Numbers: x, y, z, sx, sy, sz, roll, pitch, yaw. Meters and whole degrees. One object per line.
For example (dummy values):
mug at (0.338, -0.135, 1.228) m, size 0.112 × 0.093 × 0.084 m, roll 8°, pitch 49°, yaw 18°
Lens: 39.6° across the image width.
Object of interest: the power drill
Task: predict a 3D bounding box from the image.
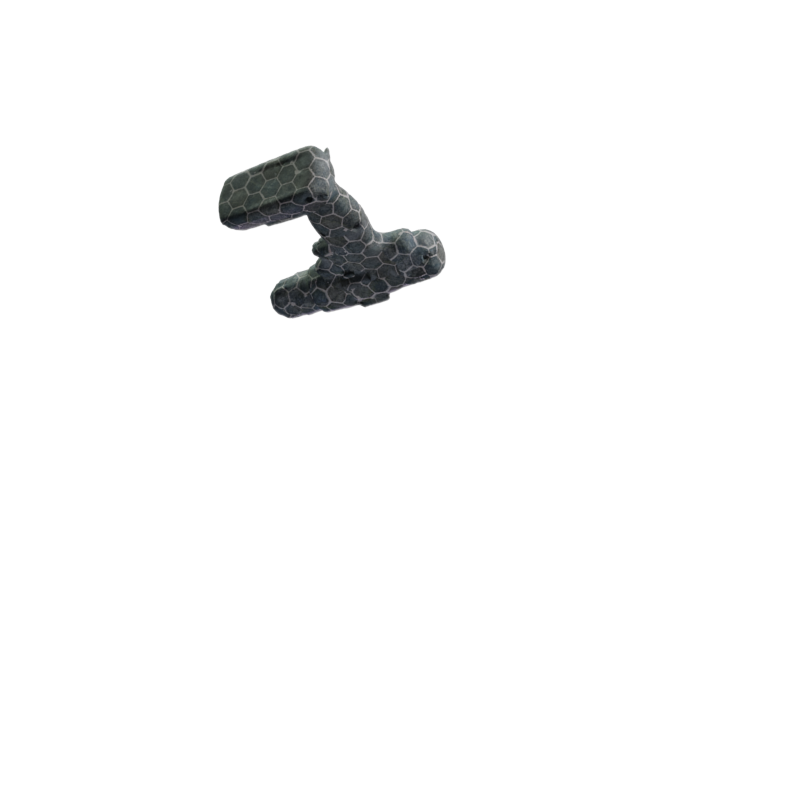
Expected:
power drill at (-0.078, -0.142, 0.995) m, size 0.186 × 0.061 × 0.174 m, roll -17°, pitch -33°, yaw 28°
